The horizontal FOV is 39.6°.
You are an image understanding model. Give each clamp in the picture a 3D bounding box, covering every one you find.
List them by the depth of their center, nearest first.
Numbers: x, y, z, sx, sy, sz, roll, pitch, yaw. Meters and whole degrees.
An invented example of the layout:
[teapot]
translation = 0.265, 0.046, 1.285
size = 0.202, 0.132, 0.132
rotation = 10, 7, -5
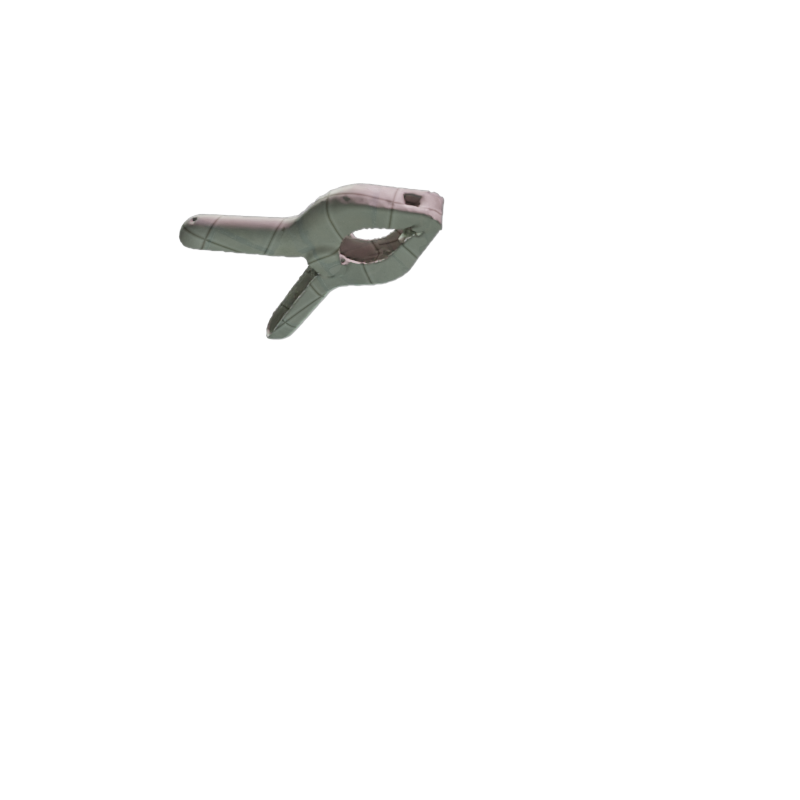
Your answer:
[clamp]
translation = -0.057, -0.103, 0.724
size = 0.172, 0.042, 0.112
rotation = -25, -44, 29
